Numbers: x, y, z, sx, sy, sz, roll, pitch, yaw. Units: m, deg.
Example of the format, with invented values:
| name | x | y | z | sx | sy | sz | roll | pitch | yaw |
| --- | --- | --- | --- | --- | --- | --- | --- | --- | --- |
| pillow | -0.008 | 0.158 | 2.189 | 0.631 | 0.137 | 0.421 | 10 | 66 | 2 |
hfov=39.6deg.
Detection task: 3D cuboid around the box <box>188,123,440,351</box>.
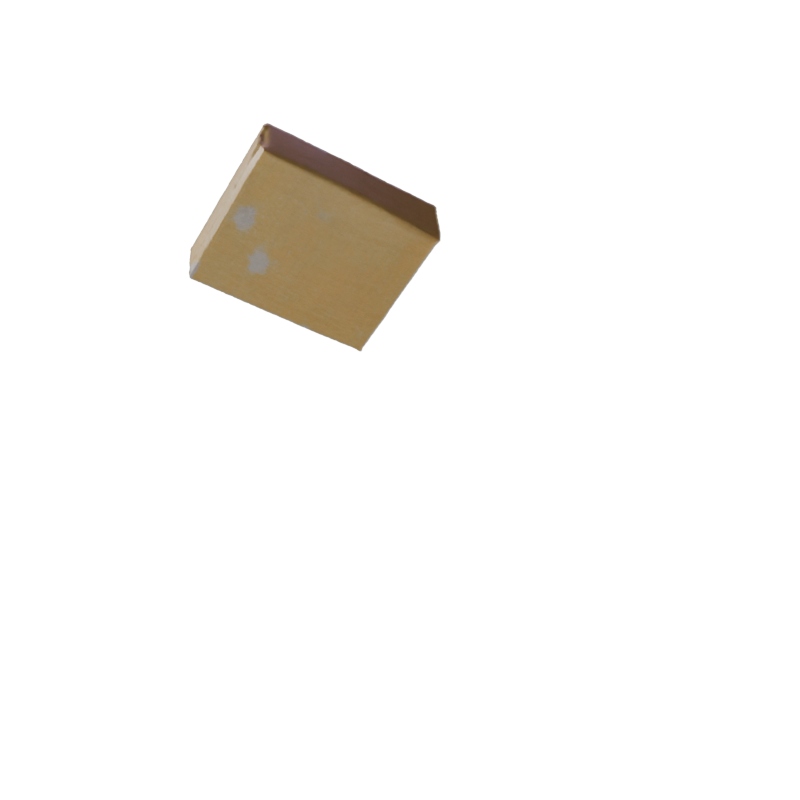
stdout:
| name | x | y | z | sx | sy | sz | roll | pitch | yaw |
| --- | --- | --- | --- | --- | --- | --- | --- | --- | --- |
| box | -0.048 | -0.087 | 0.612 | 0.110 | 0.087 | 0.041 | 26 | 30 | -17 |
